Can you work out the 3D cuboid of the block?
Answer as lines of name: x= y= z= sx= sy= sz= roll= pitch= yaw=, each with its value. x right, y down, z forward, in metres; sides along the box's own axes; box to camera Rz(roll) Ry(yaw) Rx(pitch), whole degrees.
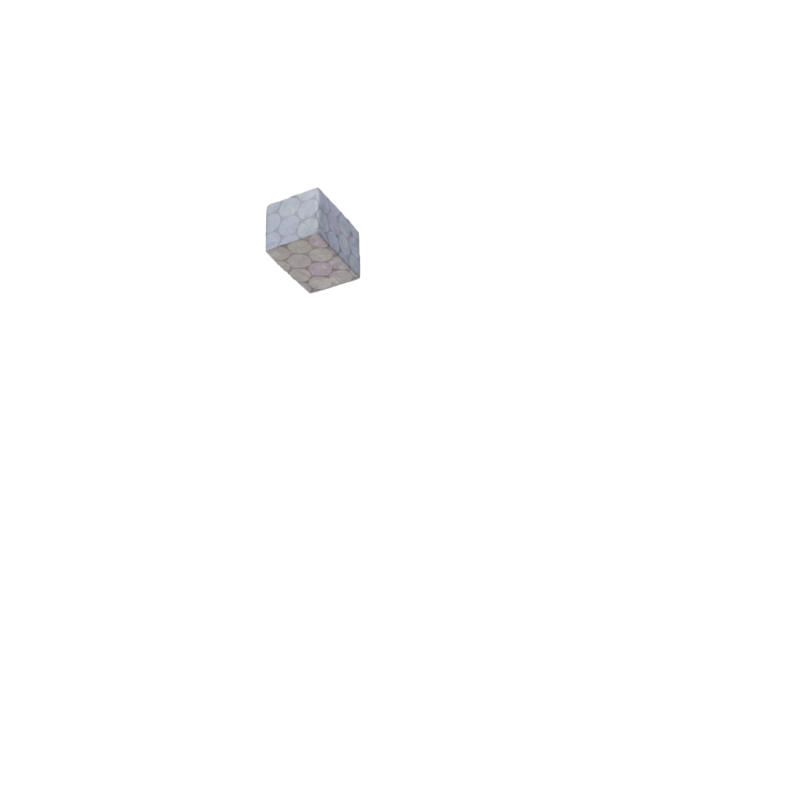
block: x=-0.075 y=-0.137 z=0.958 sx=0.053 sy=0.055 sz=0.072 roll=-16 pitch=-34 yaw=23
